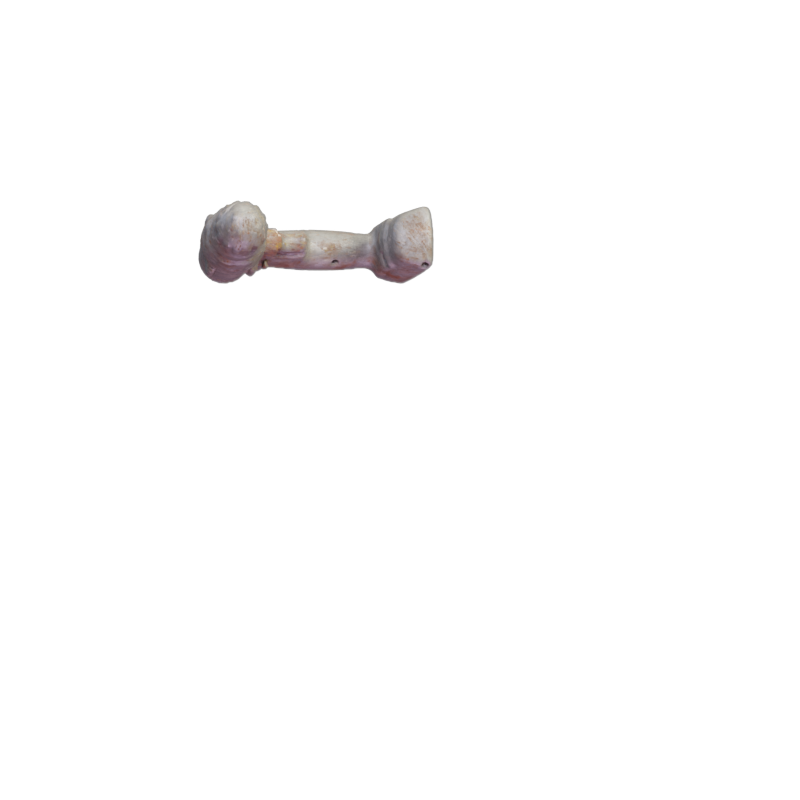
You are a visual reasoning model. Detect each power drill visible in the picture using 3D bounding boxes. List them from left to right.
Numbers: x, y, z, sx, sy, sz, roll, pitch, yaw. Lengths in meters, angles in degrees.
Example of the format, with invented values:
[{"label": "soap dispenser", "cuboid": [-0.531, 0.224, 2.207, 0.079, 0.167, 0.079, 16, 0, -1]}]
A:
[{"label": "power drill", "cuboid": [-0.072, -0.131, 0.916, 0.185, 0.058, 0.185, 0, -1, -12]}]
